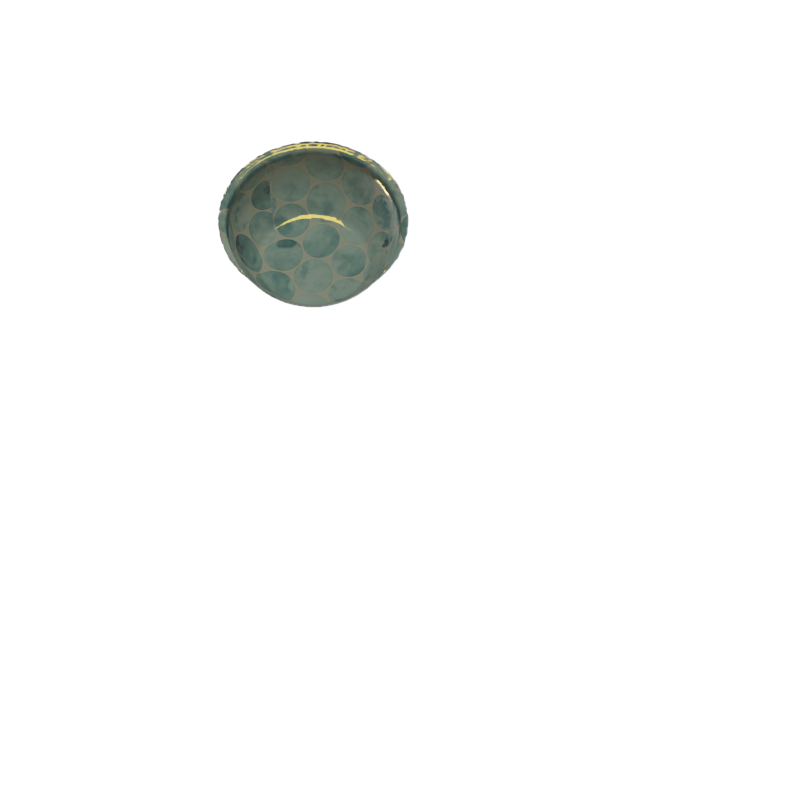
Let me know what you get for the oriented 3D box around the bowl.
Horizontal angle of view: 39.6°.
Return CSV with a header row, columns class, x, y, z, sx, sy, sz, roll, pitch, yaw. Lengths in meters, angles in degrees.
class,x,y,z,sx,sy,sz,roll,pitch,yaw
bowl,-0.072,-0.131,0.920,0.162,0.151,0.059,1,38,-1
